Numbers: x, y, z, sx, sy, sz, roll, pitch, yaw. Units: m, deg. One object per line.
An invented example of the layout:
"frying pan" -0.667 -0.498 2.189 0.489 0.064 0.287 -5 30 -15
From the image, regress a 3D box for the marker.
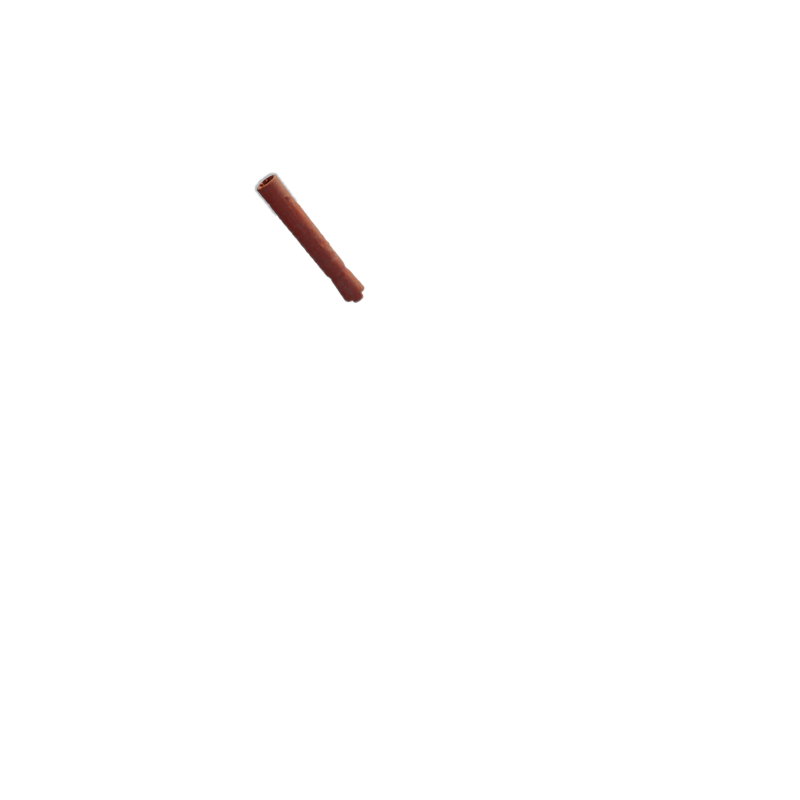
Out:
"marker" -0.066 -0.120 0.843 0.020 0.115 0.021 -34 21 15
